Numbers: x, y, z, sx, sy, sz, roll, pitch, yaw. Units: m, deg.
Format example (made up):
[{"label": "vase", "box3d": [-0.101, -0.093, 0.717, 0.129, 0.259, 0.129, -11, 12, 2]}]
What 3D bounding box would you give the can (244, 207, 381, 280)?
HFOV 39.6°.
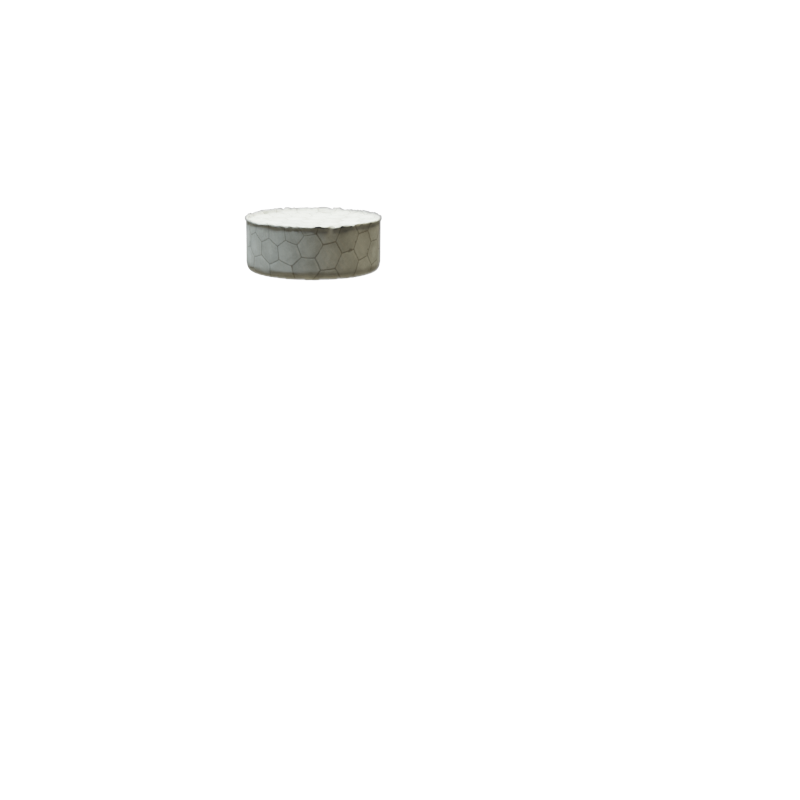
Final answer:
[{"label": "can", "box3d": [-0.055, -0.100, 0.699, 0.086, 0.033, 0.089, 0, 16, -2]}]
